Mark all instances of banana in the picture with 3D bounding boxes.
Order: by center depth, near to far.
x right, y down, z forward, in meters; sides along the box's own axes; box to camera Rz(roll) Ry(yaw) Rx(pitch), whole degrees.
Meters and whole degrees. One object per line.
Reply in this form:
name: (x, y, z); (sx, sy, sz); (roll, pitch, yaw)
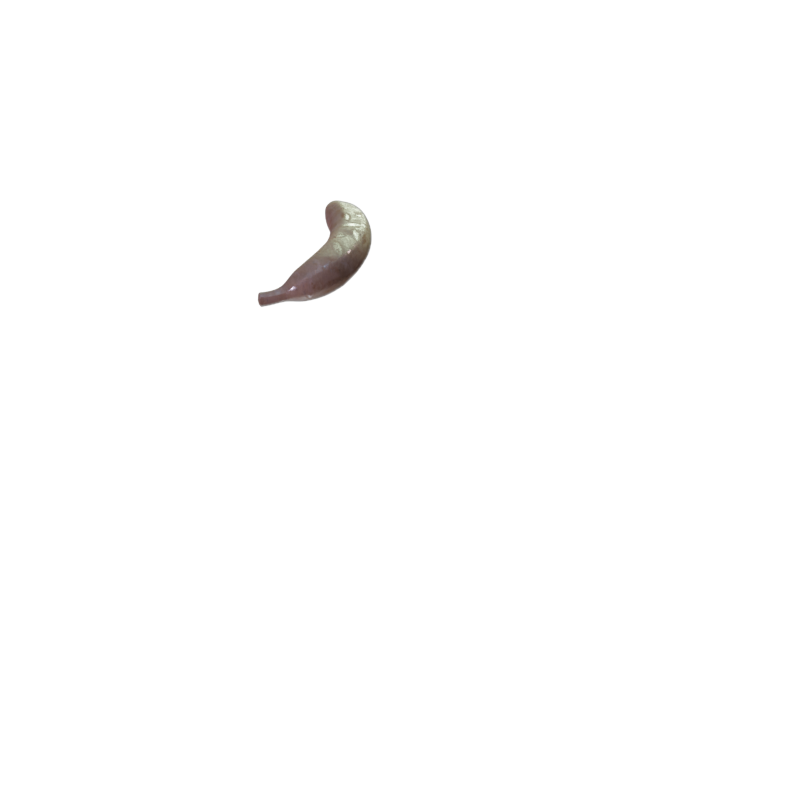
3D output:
banana: (-0.060, -0.135, 0.972); (0.071, 0.035, 0.205); (8, 31, 13)
